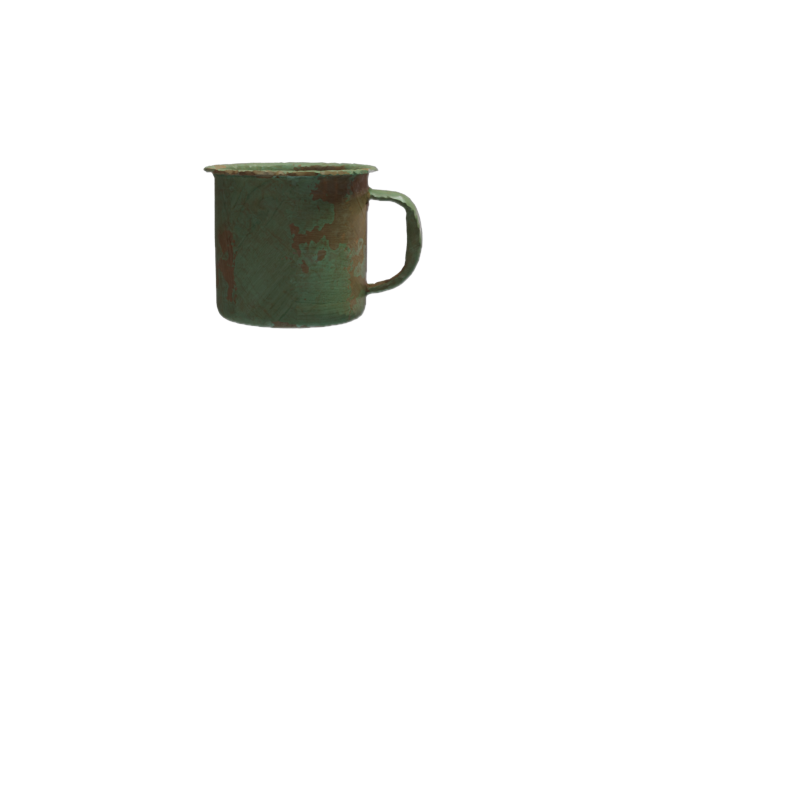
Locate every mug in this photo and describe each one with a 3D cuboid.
[{"bbox_3d":[-0.047,-0.085,0.596,0.117,0.080,0.095,0,11,-1],"label":"mug"}]
